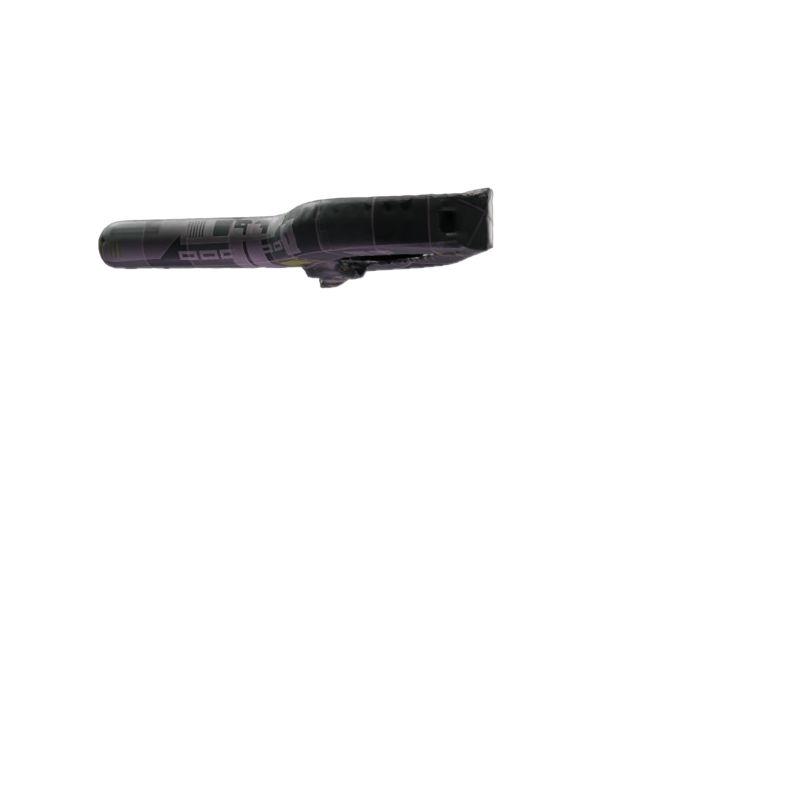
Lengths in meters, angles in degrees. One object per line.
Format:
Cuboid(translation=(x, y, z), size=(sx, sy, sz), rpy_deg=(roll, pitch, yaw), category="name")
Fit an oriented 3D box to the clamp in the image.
Cuboid(translation=(-0.043, -0.079, 0.555), size=(0.158, 0.037, 0.216), rpy_deg=(0, 1, -36), category="clamp")
